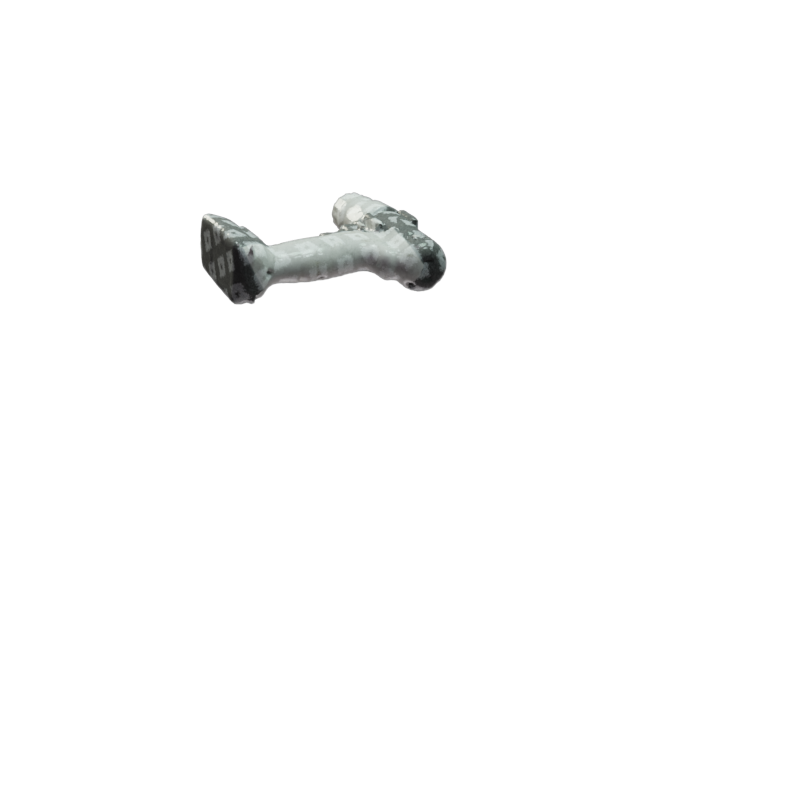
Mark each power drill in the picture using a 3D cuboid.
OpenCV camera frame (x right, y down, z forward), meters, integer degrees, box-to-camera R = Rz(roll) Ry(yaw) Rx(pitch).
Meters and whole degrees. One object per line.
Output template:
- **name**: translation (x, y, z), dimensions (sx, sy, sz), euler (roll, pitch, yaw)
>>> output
- **power drill**: translation (-0.076, -0.139, 0.974), dimensions (0.184, 0.055, 0.197), euler (-10, 26, -21)
